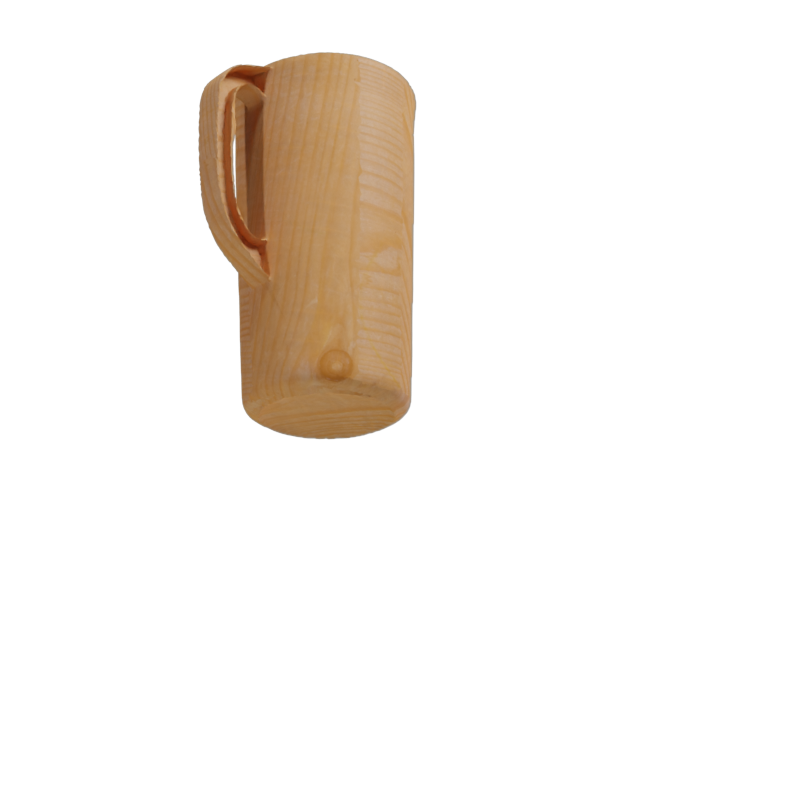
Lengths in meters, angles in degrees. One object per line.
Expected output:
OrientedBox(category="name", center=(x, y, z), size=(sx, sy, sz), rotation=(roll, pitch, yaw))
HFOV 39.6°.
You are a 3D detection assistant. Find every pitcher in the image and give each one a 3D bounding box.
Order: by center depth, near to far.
OrientedBox(category="pitcher", center=(-0.059, -0.107, 0.748), size=(0.149, 0.257, 0.137), rotation=(-1, -25, -2))
